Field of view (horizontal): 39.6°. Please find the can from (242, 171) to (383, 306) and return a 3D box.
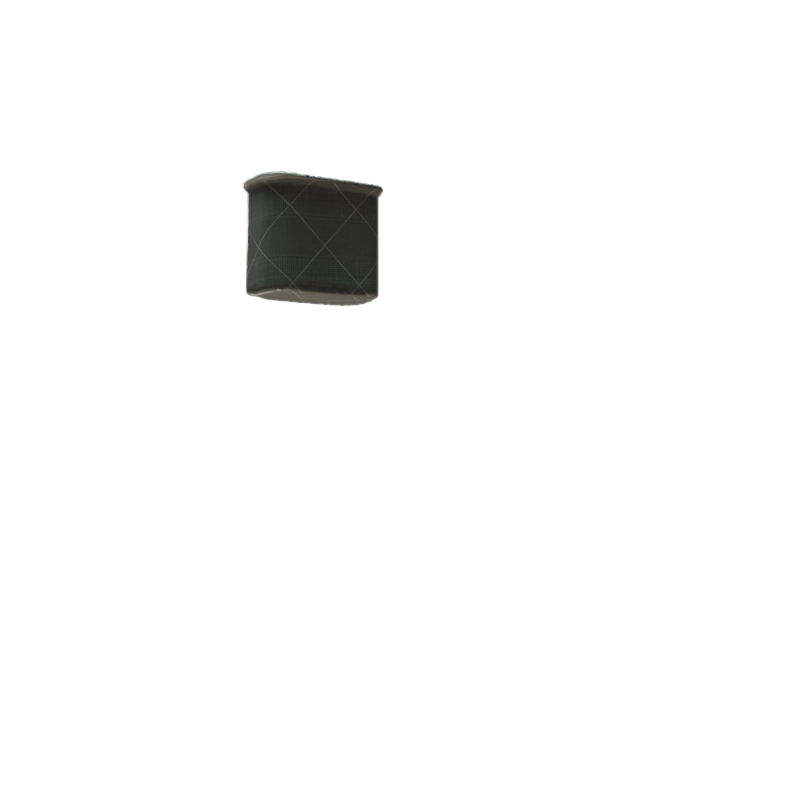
[{"bbox_3d":[-0.063,-0.115,0.805,0.098,0.086,0.058,4,-9,-31],"label":"can"}]
